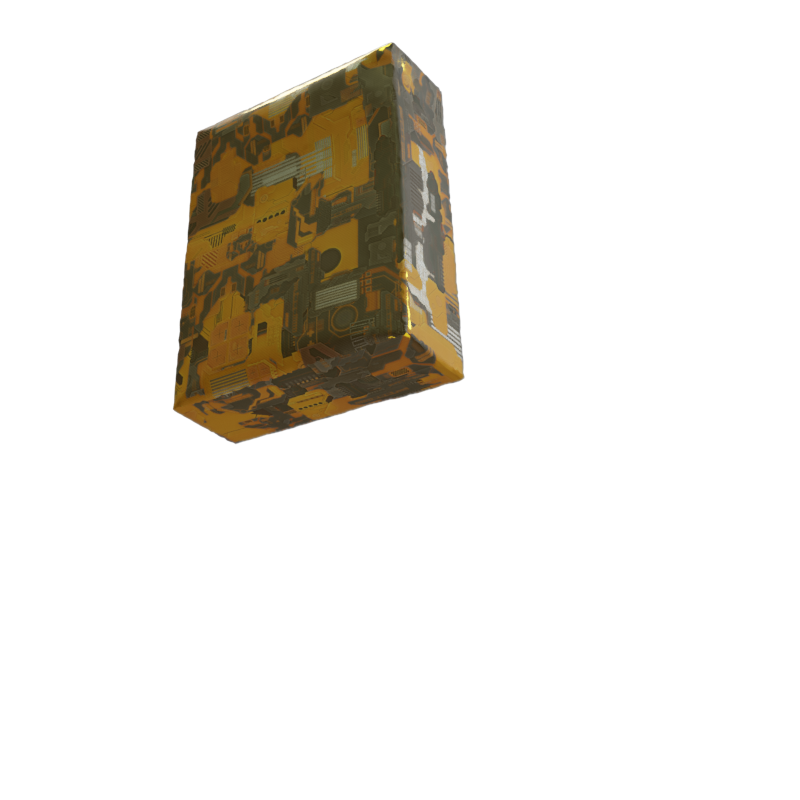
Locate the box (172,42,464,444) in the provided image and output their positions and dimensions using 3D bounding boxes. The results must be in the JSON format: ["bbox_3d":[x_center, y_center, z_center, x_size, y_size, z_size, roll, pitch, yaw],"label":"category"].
[{"bbox_3d":[-0.054,-0.098,0.689,0.166,0.228,0.067,-18,-34,27],"label":"box"}]
